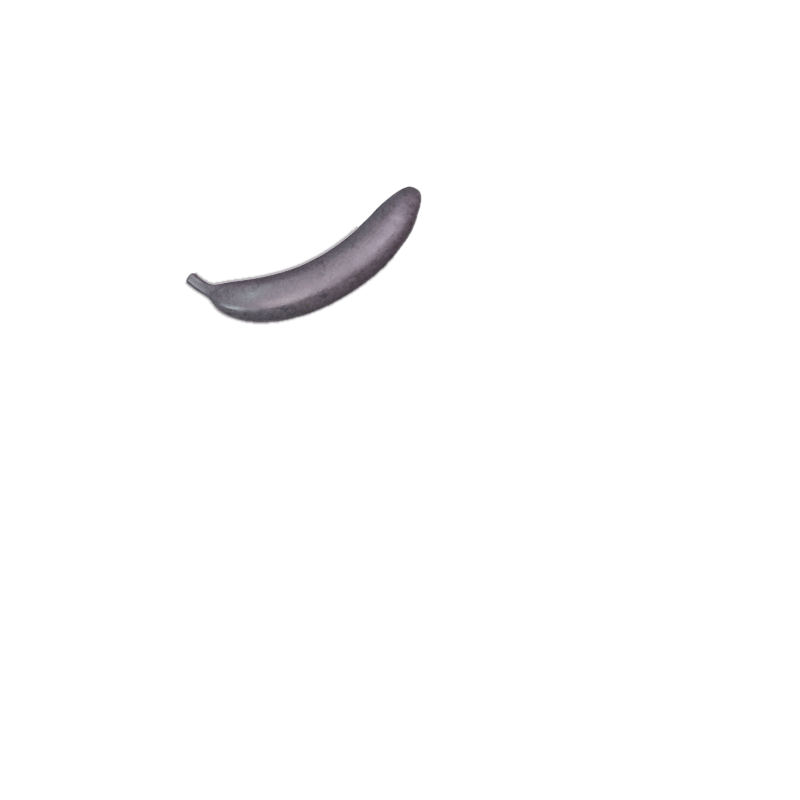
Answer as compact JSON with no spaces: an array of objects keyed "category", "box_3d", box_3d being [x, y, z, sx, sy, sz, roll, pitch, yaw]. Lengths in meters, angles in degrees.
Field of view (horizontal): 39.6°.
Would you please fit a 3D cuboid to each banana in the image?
[{"category":"banana","box_3d":[-0.064,-0.105,0.856,0.197,0.073,0.035,-22,-17,-8]}]
